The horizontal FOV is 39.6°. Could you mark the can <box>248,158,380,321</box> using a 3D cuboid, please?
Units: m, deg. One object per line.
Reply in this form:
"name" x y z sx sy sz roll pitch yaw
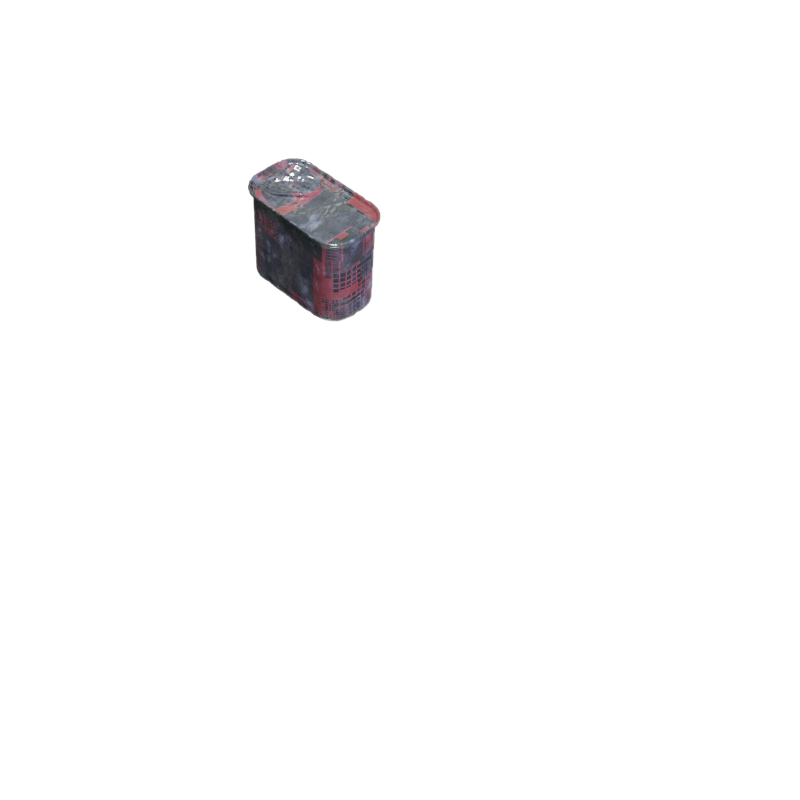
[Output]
"can" -0.065 -0.118 0.828 0.058 0.078 0.109 -34 56 -30
